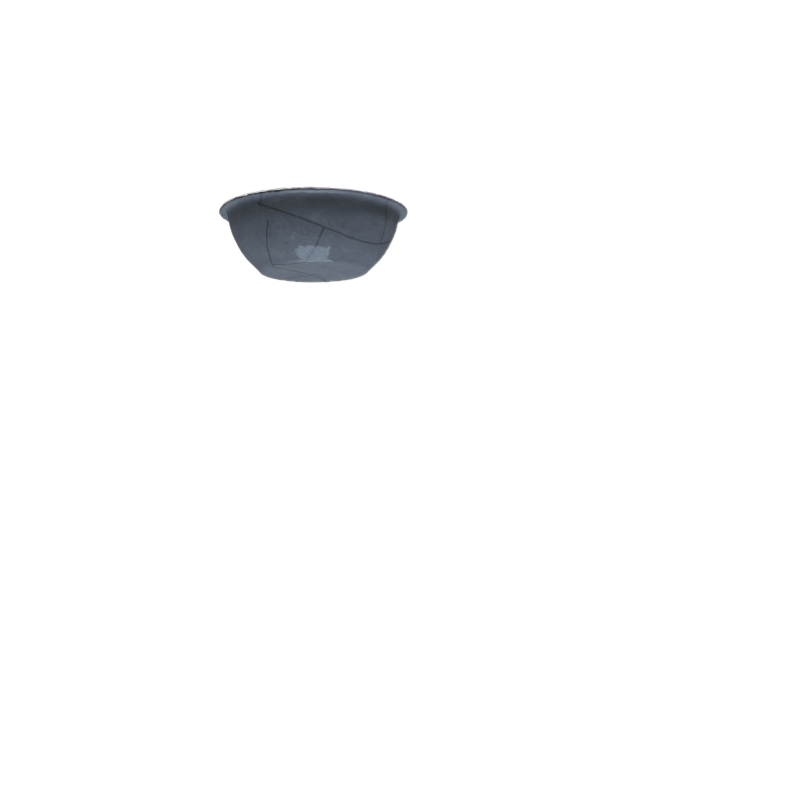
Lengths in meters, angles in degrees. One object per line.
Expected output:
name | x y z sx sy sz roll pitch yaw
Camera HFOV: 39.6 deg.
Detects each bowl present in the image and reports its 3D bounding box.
bowl | -0.074 -0.135 0.947 0.162 0.056 0.159 0 -6 -2
